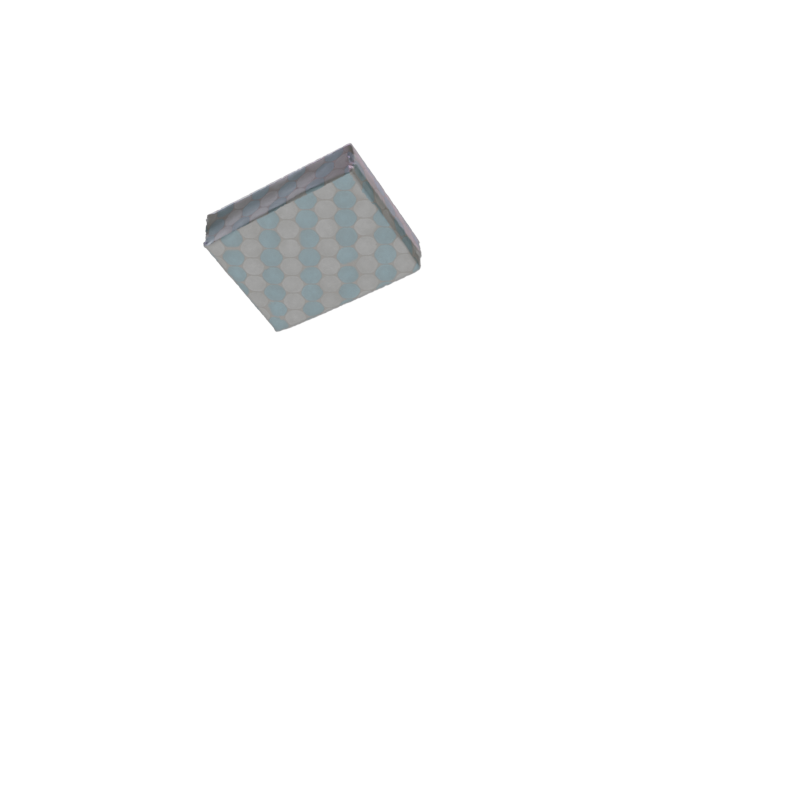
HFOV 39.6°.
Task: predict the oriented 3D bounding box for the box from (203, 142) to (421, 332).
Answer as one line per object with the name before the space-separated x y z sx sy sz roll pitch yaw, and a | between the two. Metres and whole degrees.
box | -0.056 -0.102 0.714 0.114 0.084 0.042 -24 35 18
